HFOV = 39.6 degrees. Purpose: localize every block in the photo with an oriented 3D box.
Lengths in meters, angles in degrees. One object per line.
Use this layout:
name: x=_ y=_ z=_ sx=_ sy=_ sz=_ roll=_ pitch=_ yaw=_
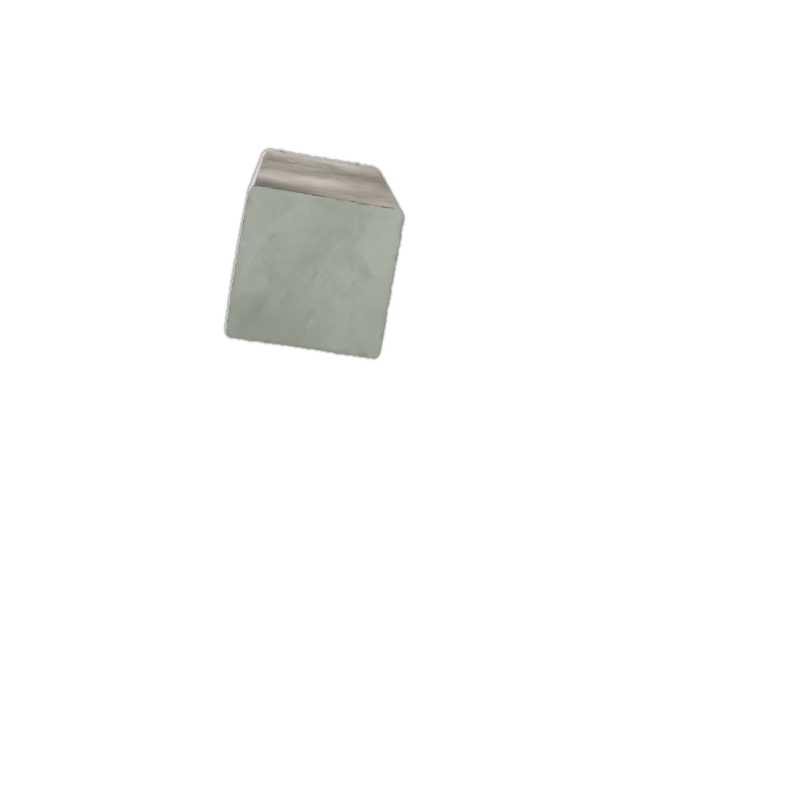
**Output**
block: x=-0.057 y=-0.103 z=0.720 sx=0.090 sy=0.088 sz=0.213 roll=9 pitch=16 yaw=-6
